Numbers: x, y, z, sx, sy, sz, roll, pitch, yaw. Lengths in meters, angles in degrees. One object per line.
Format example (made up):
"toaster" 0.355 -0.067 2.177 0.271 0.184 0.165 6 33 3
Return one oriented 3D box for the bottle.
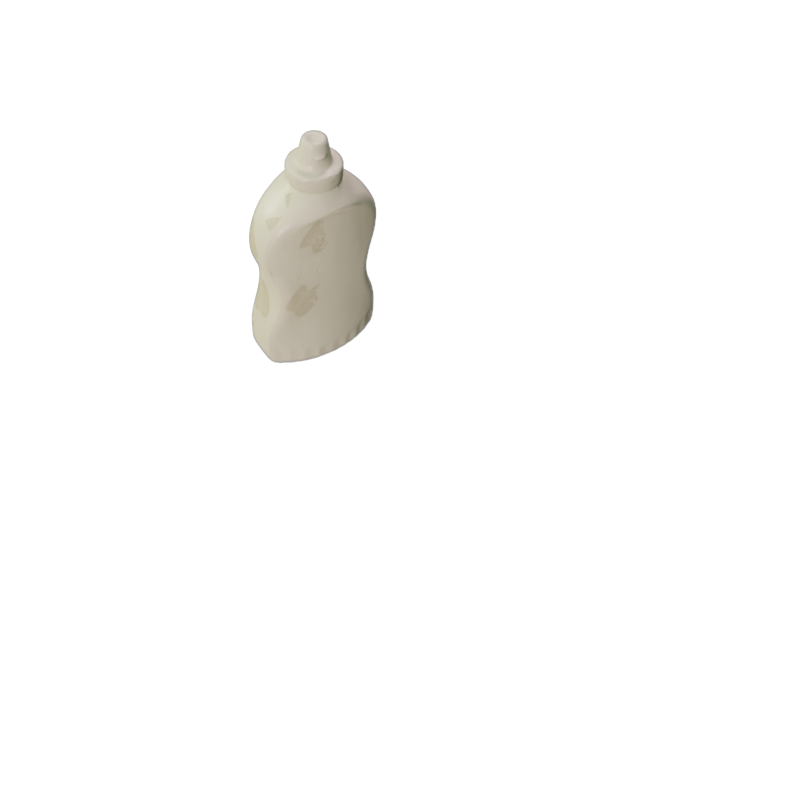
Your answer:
"bottle" -0.063 -0.116 0.811 0.095 0.179 0.063 -22 51 -23
